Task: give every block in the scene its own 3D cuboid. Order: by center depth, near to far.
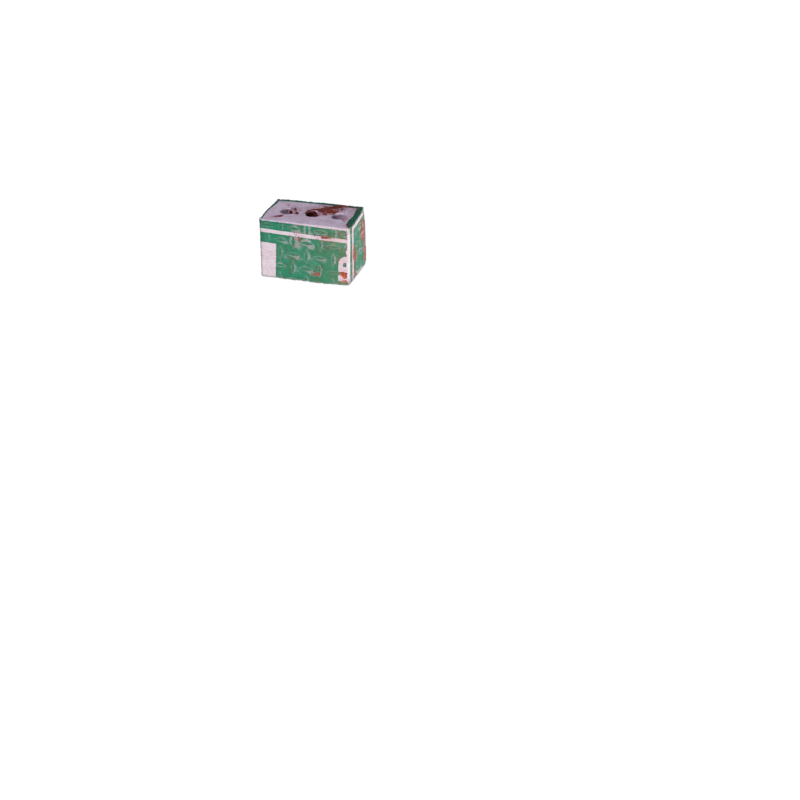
[{"bbox_3d":[-0.071,-0.130,0.911,0.080,0.049,0.054,7,26,13],"label":"block"}]
